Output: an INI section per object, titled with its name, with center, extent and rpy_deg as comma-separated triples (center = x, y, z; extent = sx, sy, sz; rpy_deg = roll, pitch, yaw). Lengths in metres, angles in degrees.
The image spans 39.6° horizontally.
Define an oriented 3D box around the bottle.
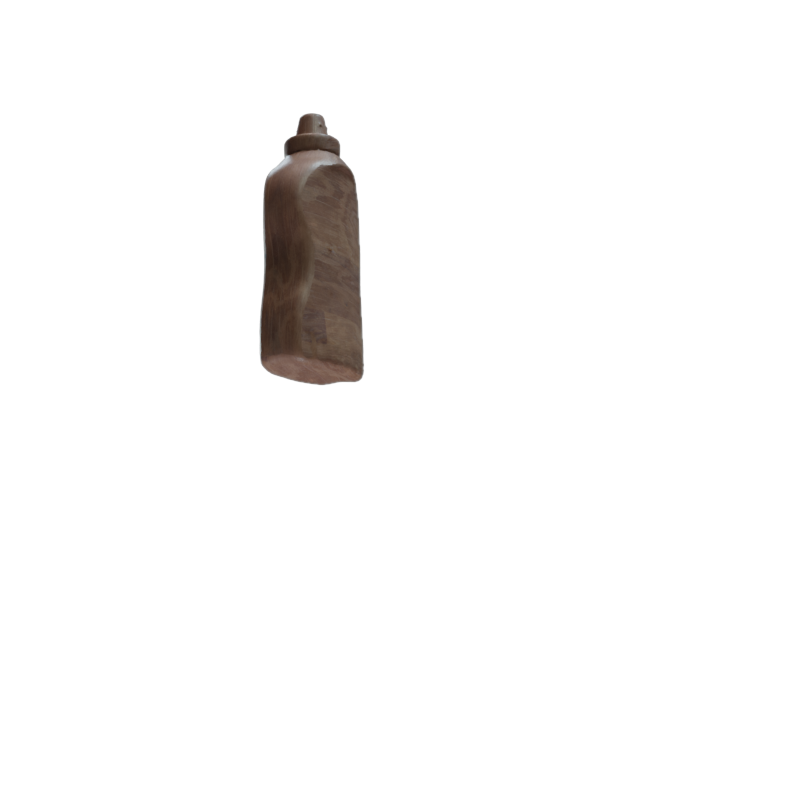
[bottle]
center = -0.062, -0.112, 0.785
extent = 0.060, 0.199, 0.090
rpy_deg = -10, -18, 27
